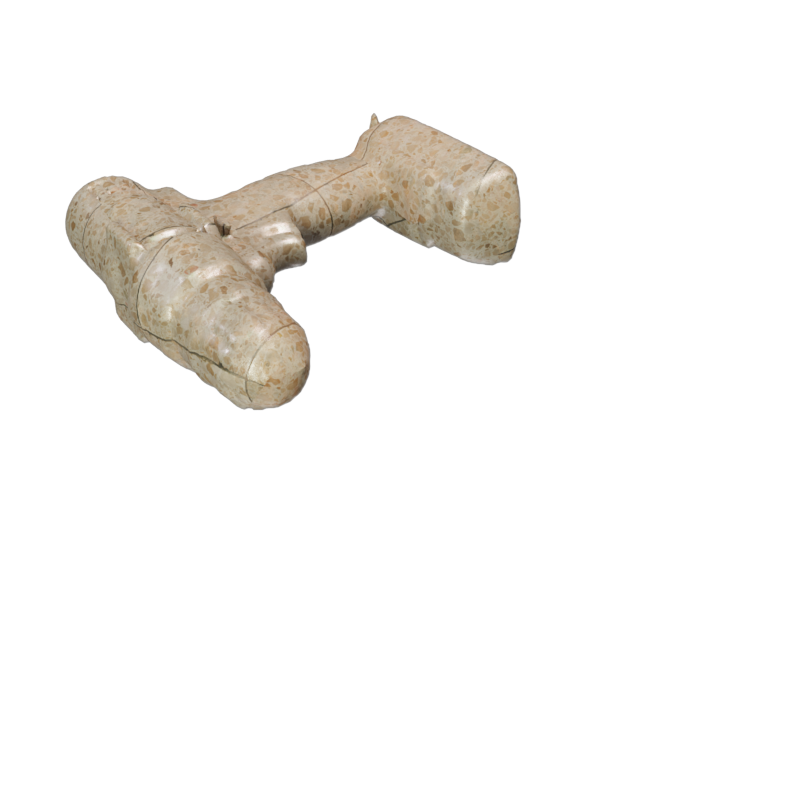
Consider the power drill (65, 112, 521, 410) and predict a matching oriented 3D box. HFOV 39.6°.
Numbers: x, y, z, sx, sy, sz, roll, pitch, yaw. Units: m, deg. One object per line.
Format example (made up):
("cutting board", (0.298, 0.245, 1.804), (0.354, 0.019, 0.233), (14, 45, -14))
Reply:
("power drill", (-0.040, -0.072, 0.505), (0.185, 0.054, 0.199), (-19, 38, -28))
